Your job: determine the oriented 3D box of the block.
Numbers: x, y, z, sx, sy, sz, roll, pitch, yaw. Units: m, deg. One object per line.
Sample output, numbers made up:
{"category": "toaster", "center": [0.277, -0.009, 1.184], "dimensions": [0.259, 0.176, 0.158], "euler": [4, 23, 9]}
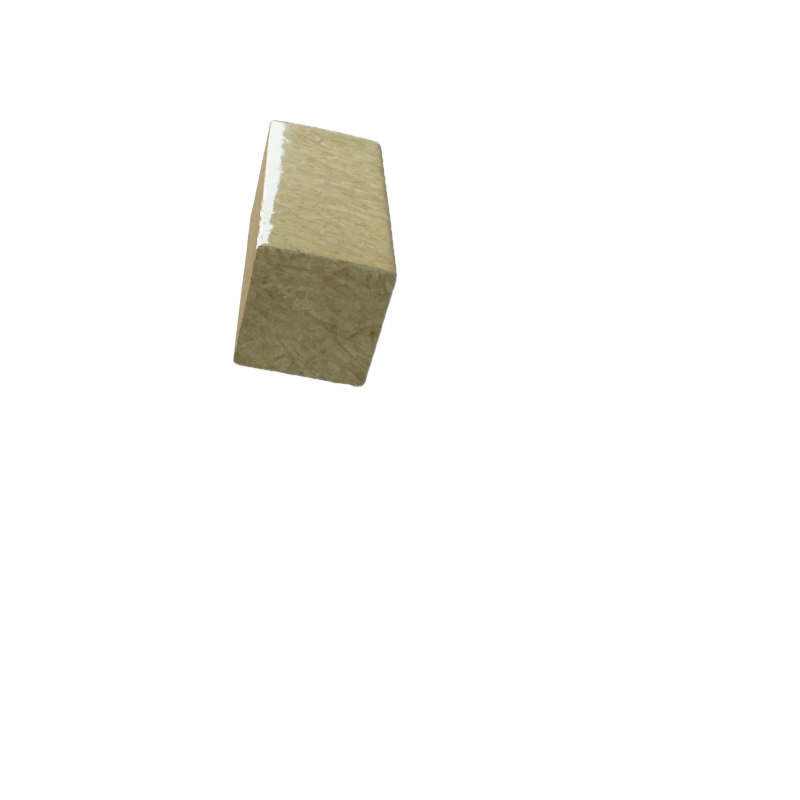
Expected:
{"category": "block", "center": [-0.061, -0.112, 0.784], "dimensions": [0.089, 0.086, 0.220], "euler": [10, 32, -10]}
